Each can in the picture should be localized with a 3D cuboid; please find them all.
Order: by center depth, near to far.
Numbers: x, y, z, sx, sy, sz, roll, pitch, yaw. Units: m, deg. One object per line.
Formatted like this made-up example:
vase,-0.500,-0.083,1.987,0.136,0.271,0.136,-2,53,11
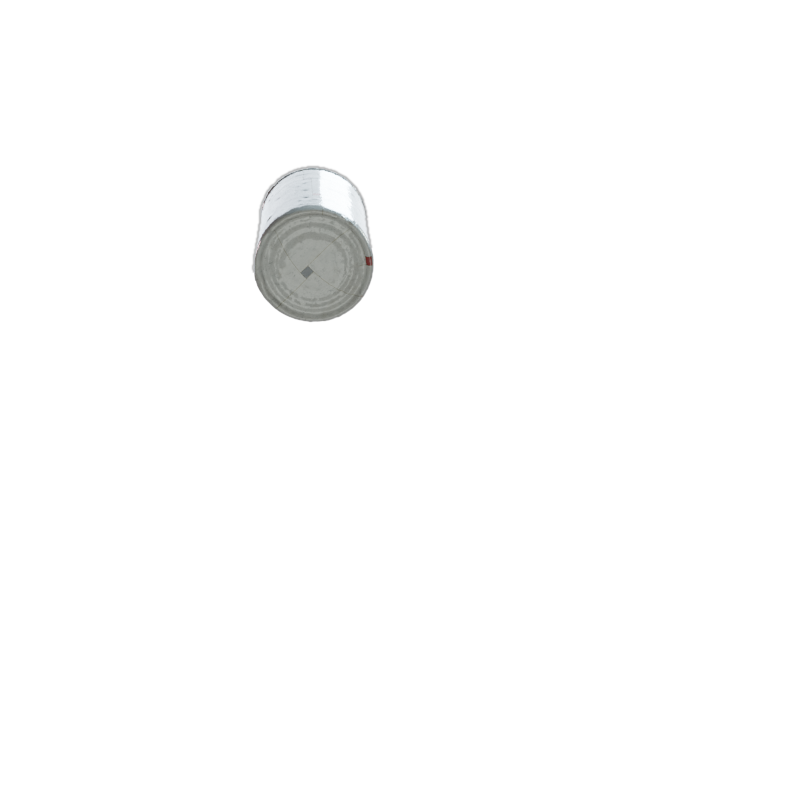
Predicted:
can,-0.051,-0.094,0.655,0.068,0.066,0.107,0,21,-3
